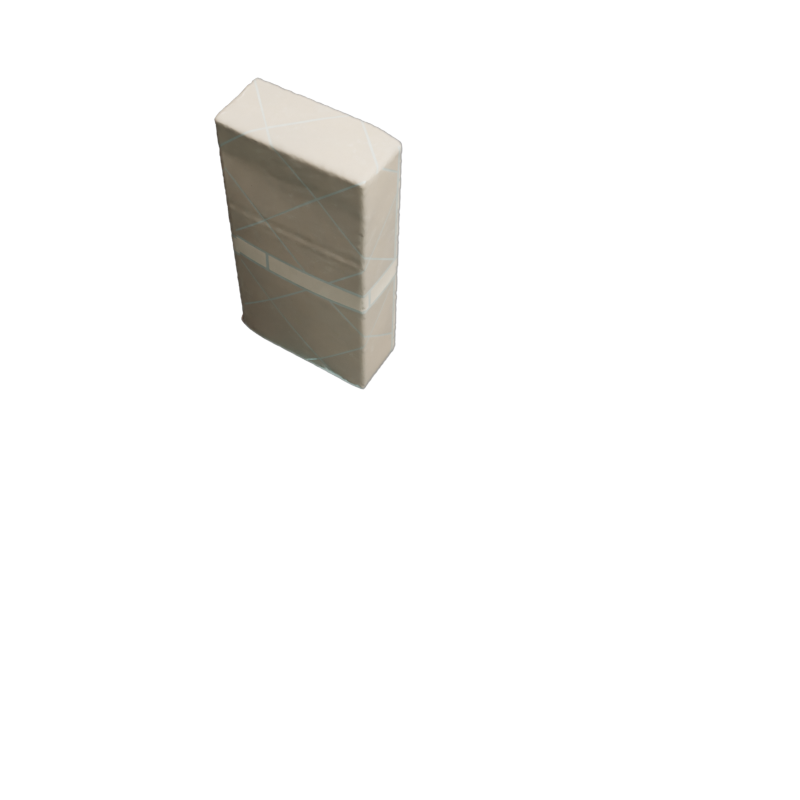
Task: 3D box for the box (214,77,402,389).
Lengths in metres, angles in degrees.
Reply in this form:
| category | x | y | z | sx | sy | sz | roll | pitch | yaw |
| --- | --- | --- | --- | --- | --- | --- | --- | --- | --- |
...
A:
| category | x | y | z | sx | sy | sz | roll | pitch | yaw |
| --- | --- | --- | --- | --- | --- | --- | --- | --- | --- |
| box | -0.048 | -0.088 | 0.619 | 0.097 | 0.049 | 0.164 | 29 | -35 | 18 |
